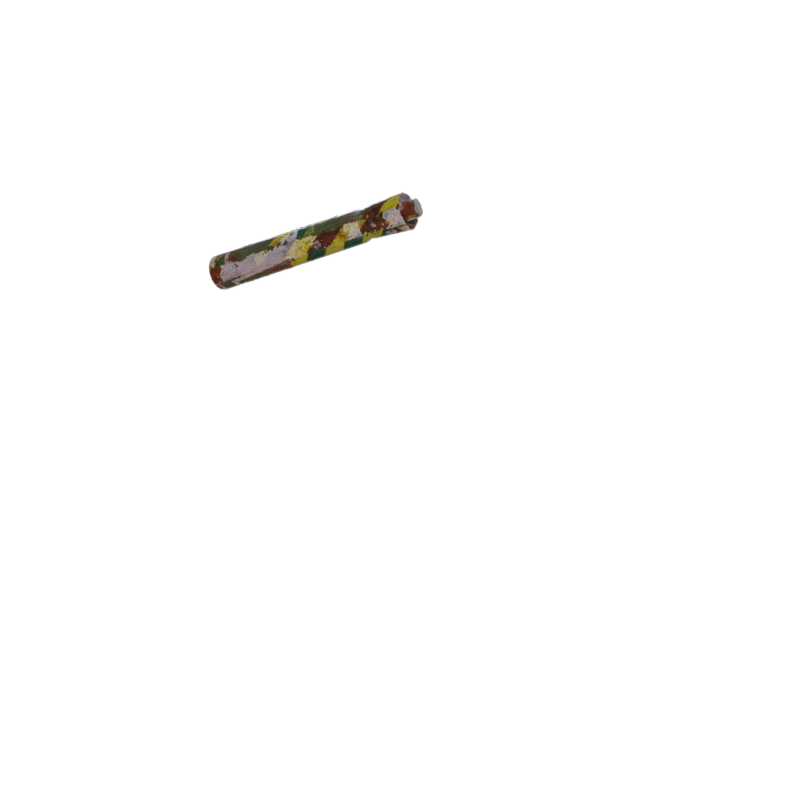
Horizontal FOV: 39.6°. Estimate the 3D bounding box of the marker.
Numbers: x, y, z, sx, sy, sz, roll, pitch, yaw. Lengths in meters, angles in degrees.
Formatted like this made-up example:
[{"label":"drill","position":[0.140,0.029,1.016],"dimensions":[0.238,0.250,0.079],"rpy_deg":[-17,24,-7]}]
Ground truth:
[{"label":"marker","position":[-0.043,-0.079,0.556],"dimensions":[0.123,0.020,0.019],"rpy_deg":[-13,-3,29]}]
